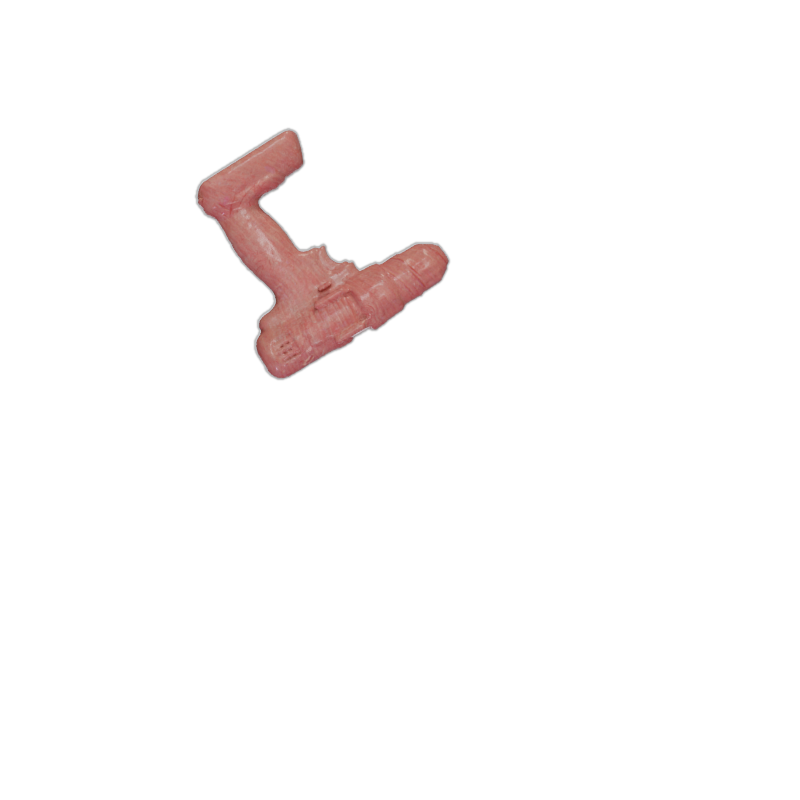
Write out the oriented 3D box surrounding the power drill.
[{"bbox_3d":[-0.075,-0.138,0.964,0.184,0.191,0.056,-31,-7,-5],"label":"power drill"}]
